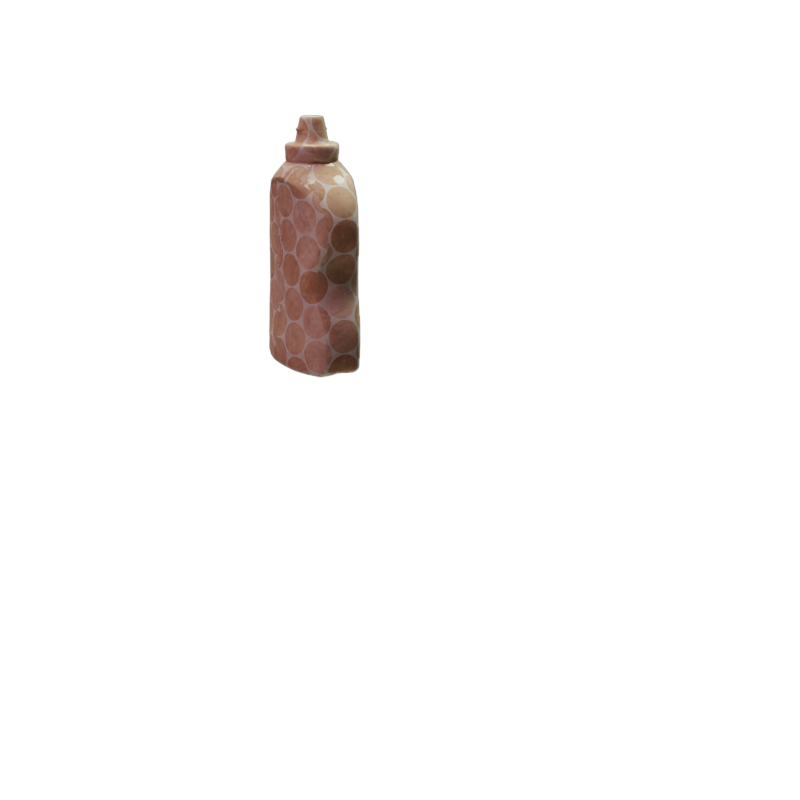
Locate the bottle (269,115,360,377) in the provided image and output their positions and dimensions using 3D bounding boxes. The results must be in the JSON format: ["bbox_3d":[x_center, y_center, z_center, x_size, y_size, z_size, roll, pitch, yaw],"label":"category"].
[{"bbox_3d":[-0.067,-0.121,0.846,0.057,0.187,0.101,-5,14,-28],"label":"bottle"}]
